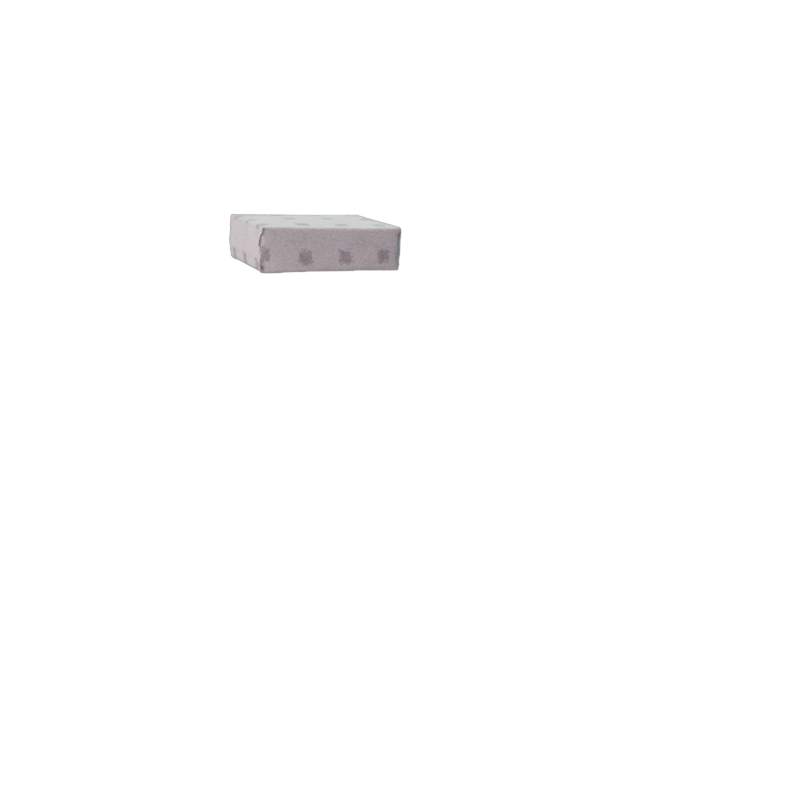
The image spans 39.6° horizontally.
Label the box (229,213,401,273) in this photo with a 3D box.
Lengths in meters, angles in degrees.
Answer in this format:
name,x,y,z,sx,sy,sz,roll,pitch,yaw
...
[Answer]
name,x,y,z,sx,sy,sz,roll,pitch,yaw
box,-0.067,-0.122,0.856,0.111,0.038,0.094,-5,14,-20
